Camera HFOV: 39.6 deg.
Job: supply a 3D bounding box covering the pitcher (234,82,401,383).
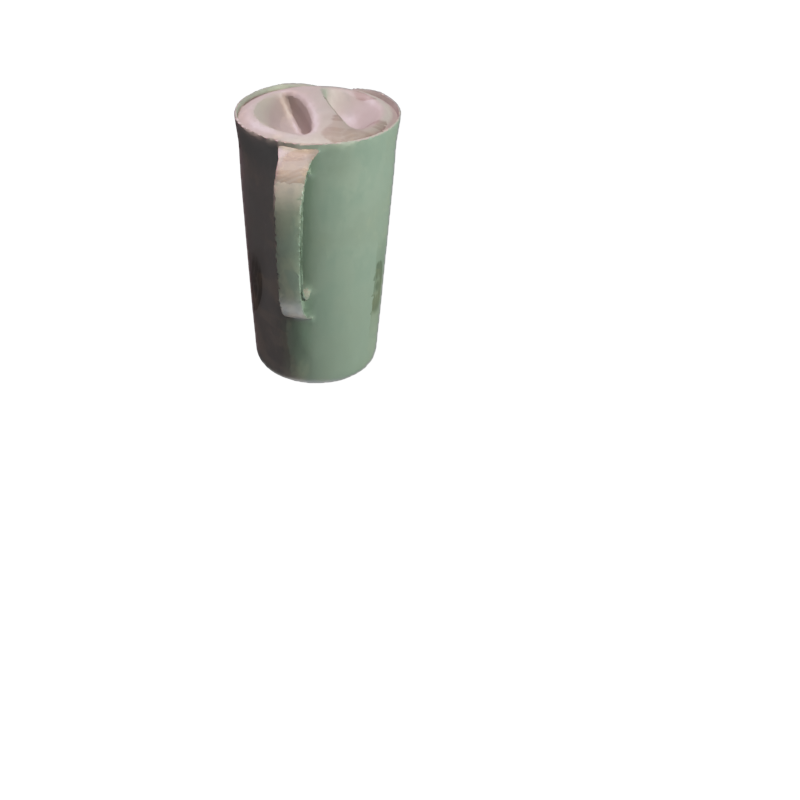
[{"bbox_3d":[-0.073,-0.133,0.931,0.147,0.228,0.156,-20,38,-31],"label":"pitcher"}]
